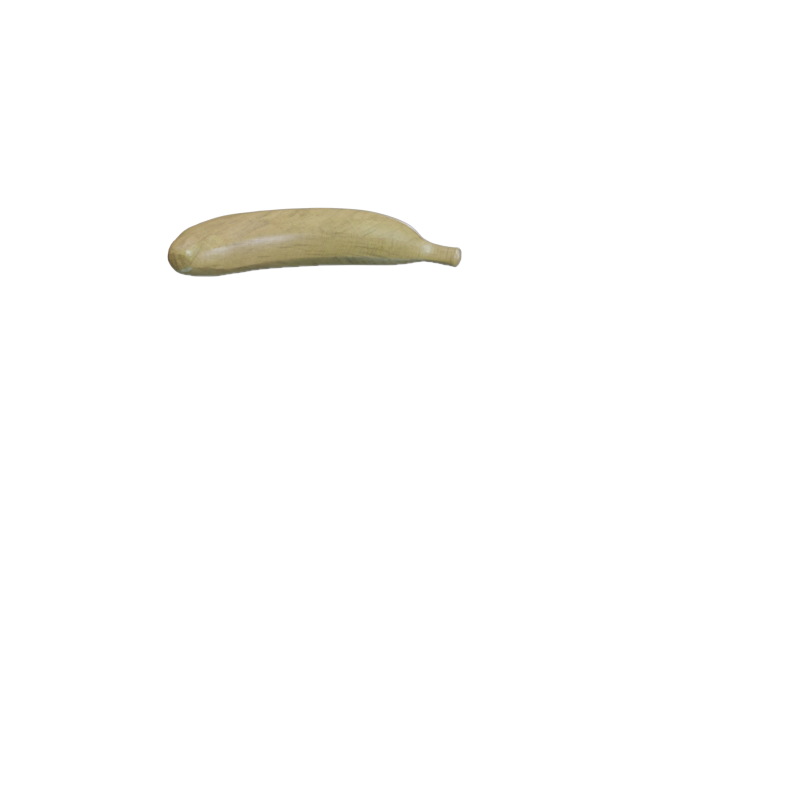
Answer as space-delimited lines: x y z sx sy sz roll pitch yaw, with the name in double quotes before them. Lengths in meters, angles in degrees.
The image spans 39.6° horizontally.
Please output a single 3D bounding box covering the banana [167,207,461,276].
"banana" -0.058 -0.095 0.656 0.192 0.036 0.073 -8 13 -35
